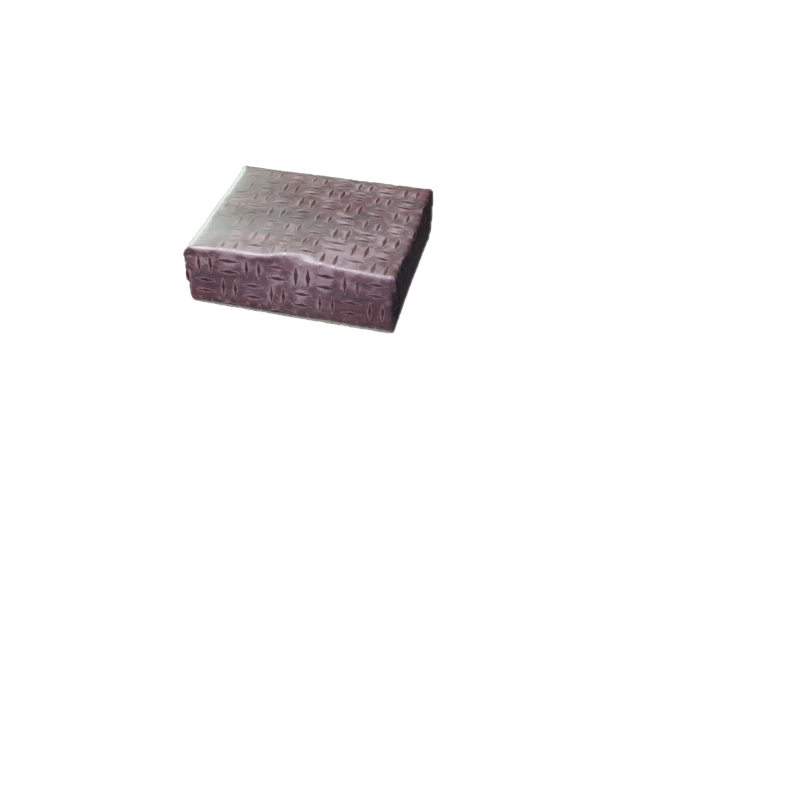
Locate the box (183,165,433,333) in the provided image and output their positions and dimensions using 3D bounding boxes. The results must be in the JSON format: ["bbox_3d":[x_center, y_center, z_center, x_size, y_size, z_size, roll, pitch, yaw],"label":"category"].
[{"bbox_3d":[-0.037,-0.067,0.468,0.091,0.028,0.076,9,38,12],"label":"box"}]
